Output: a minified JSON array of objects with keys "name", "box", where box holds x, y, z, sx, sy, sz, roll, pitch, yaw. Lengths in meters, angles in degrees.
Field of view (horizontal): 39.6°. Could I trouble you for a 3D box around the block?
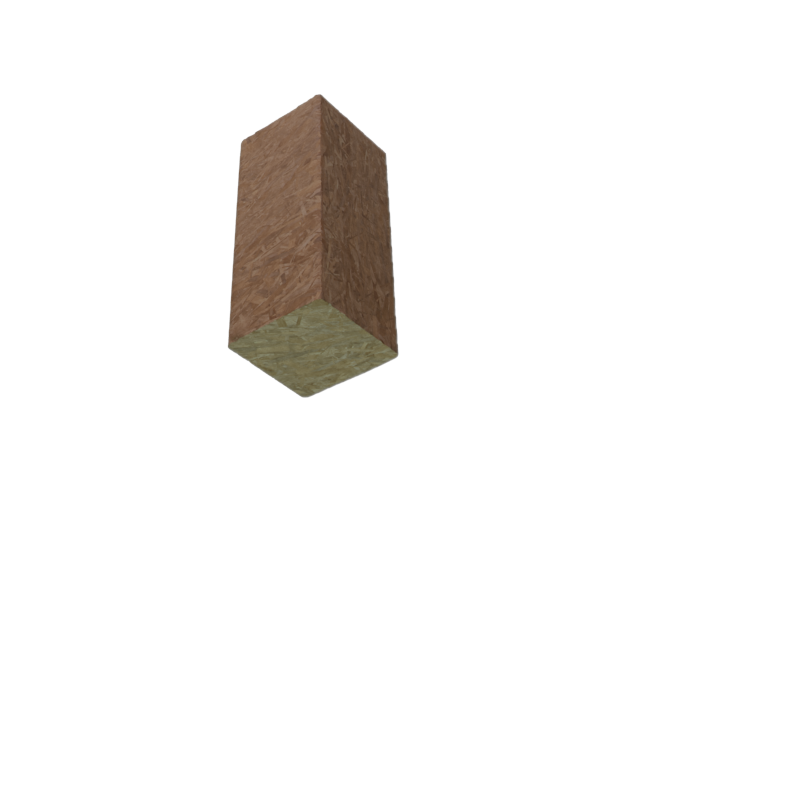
[{"name":"block","box":[-0.067,-0.121,0.850,0.090,0.221,0.084,-27,-43,28]}]
